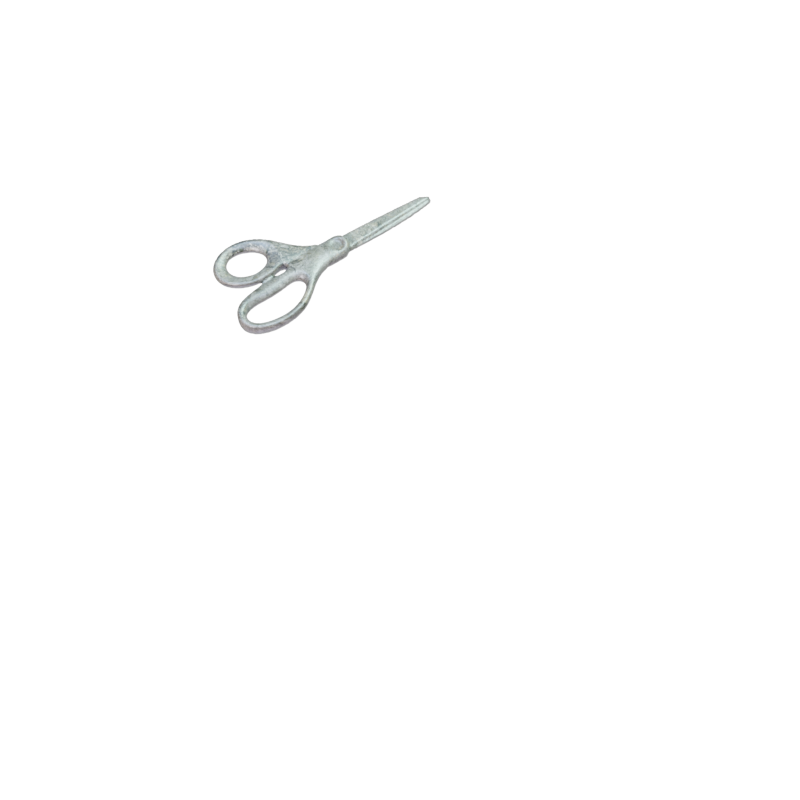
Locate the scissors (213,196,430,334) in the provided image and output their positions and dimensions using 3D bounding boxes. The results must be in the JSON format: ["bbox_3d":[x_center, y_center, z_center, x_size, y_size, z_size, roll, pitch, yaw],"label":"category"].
[{"bbox_3d":[-0.073,-0.133,0.928,0.101,0.205,0.015,33,-29,21],"label":"scissors"}]
